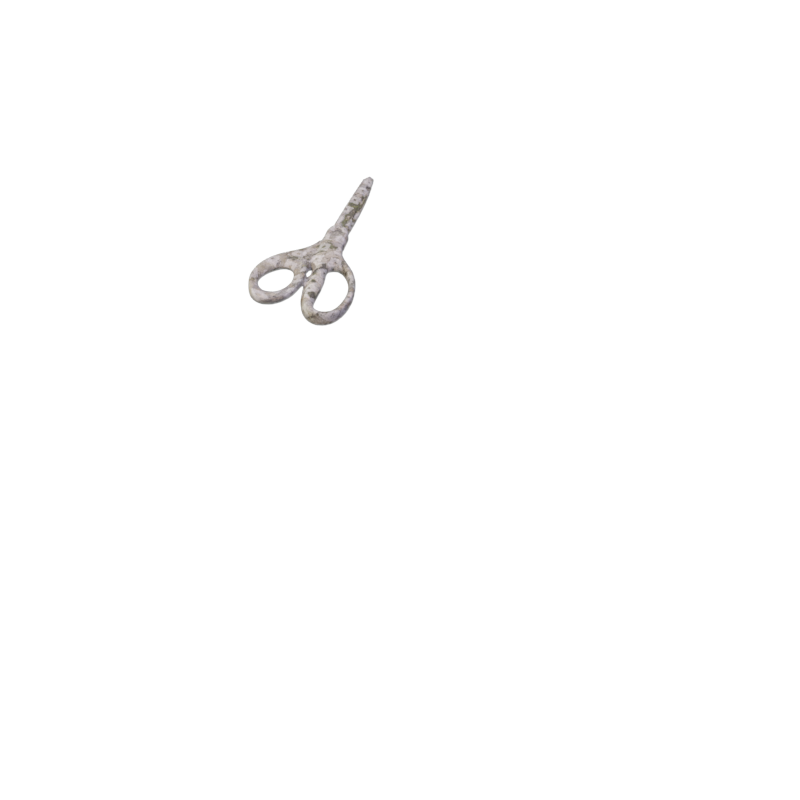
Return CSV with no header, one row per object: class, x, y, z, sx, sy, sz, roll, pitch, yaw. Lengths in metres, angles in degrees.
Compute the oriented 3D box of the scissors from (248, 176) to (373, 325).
scissors,-0.074,-0.135,0.946,0.096,0.015,0.216,1,42,1
